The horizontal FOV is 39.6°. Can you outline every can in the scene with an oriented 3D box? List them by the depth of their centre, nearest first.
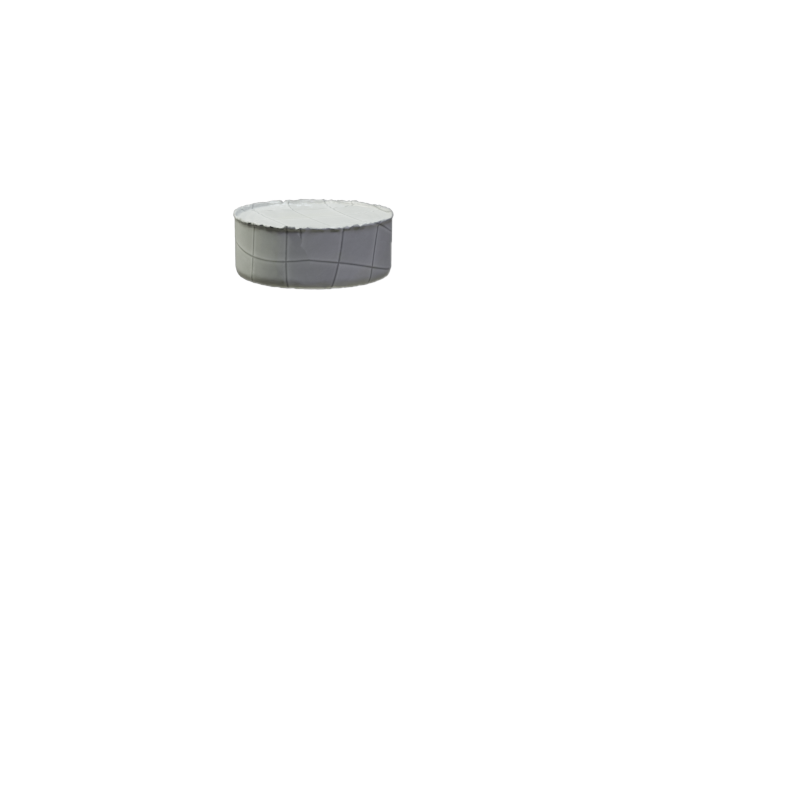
[{"bbox_3d":[-0.047,-0.085,0.596,0.086,0.032,0.089,-1,18,-2],"label":"can"}]
